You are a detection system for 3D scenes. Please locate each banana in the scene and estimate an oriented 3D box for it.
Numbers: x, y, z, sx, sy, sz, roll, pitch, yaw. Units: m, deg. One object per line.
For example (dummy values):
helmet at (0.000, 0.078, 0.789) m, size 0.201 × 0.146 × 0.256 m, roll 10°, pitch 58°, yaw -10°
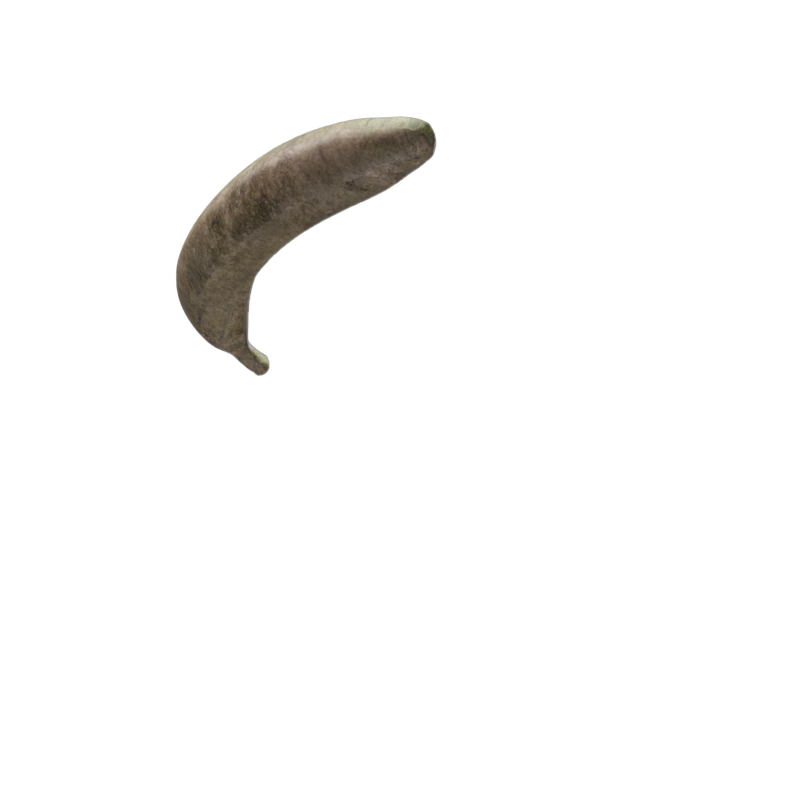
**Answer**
banana at (-0.058, -0.074, 0.501) m, size 0.067 × 0.039 × 0.192 m, roll 14°, pitch -32°, yaw -23°
